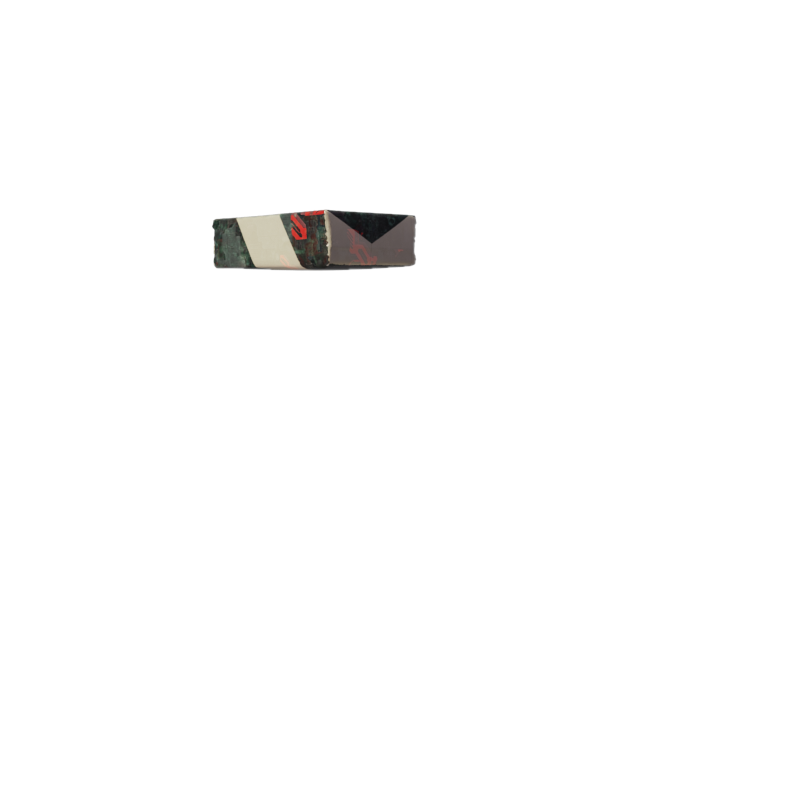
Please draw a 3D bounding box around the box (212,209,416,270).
[{"bbox_3d":[-0.059,-0.108,0.758,0.118,0.039,0.087,6,9,42],"label":"box"}]
